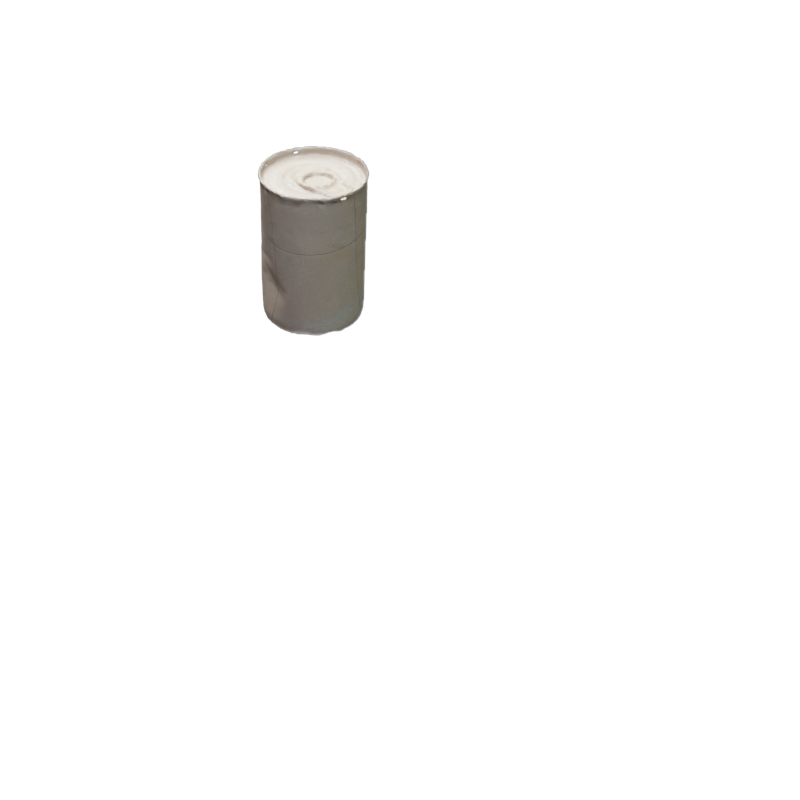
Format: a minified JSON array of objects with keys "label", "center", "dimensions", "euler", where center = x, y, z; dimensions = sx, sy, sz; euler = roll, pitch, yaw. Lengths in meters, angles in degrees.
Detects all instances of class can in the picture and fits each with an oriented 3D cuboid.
[{"label":"can","center":[-0.055,-0.100,0.703],"dimensions":[0.068,0.096,0.073],"euler":[0,35,-3]}]
